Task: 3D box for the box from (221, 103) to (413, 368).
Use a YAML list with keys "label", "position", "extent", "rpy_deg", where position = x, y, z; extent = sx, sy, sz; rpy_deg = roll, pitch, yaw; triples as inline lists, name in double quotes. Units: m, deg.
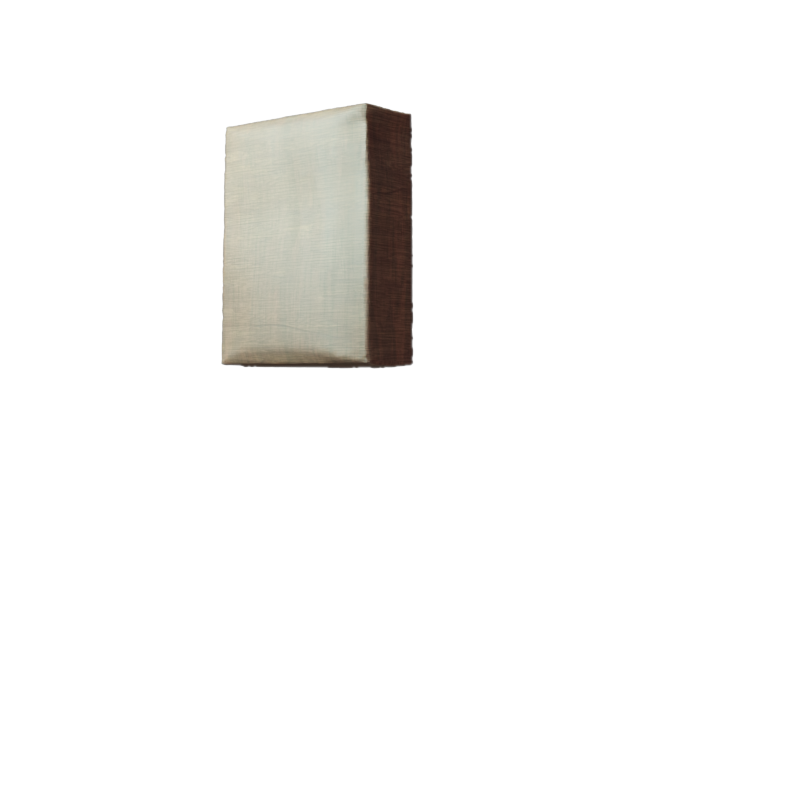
- label: "box"
  position: [-0.074, -0.135, 0.948]
  extent: [0.170, 0.216, 0.069]
  rpy_deg: [-2, -5, 37]
